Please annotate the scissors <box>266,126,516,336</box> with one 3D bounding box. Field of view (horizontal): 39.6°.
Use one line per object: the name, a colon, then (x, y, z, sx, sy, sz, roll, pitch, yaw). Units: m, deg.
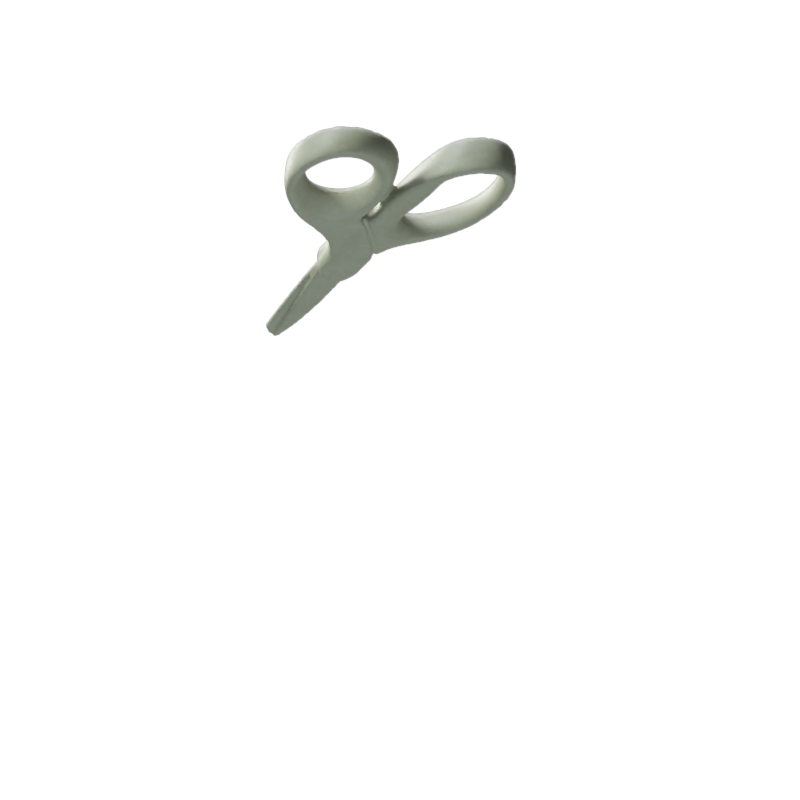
scissors: (-0.037, -0.068, 0.476, 0.091, 0.017, 0.202, 15, -24, -36)
